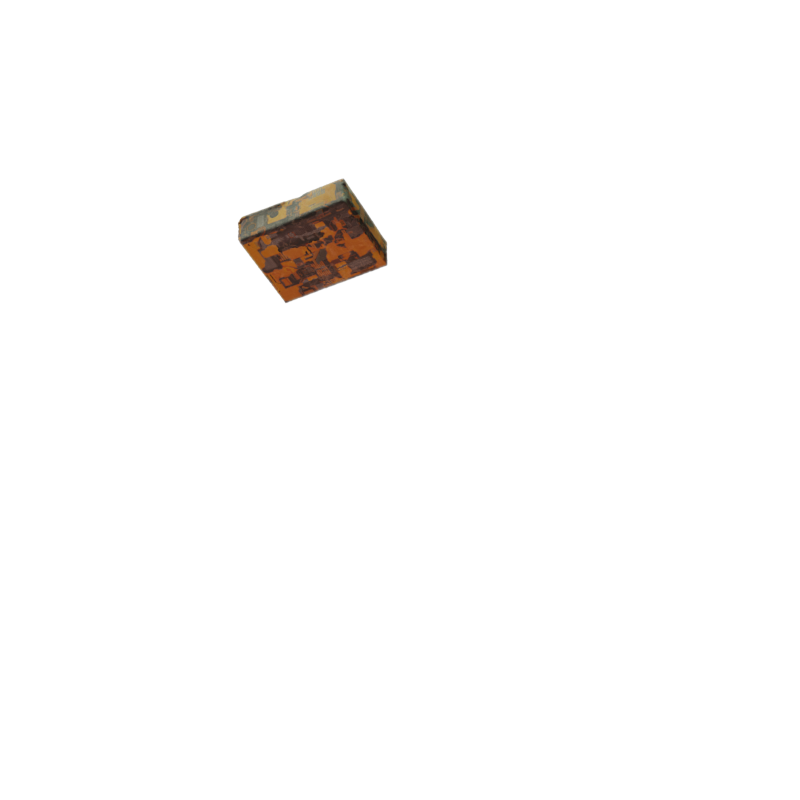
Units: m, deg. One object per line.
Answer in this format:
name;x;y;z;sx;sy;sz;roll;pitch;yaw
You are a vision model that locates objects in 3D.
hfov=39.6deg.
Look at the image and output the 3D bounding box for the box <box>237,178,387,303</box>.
box;-0.064;-0.117;0.817;0.090;0.032;0.067;-18;-44;19
